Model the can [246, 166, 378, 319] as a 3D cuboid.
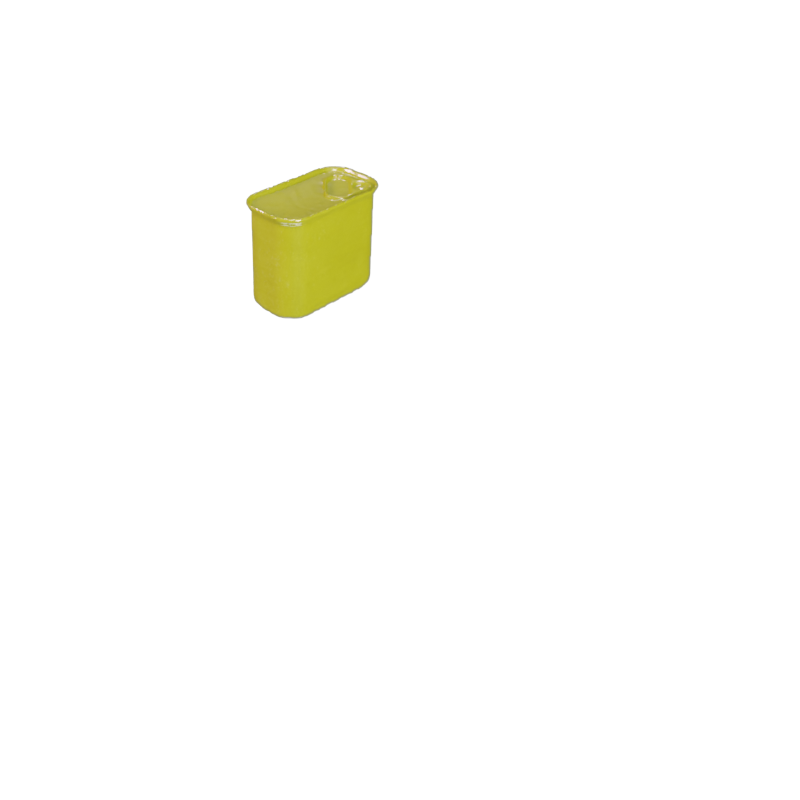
[{"bbox_3d":[-0.065,-0.119,0.833,0.061,0.079,0.102,26,39,35],"label":"can"}]
